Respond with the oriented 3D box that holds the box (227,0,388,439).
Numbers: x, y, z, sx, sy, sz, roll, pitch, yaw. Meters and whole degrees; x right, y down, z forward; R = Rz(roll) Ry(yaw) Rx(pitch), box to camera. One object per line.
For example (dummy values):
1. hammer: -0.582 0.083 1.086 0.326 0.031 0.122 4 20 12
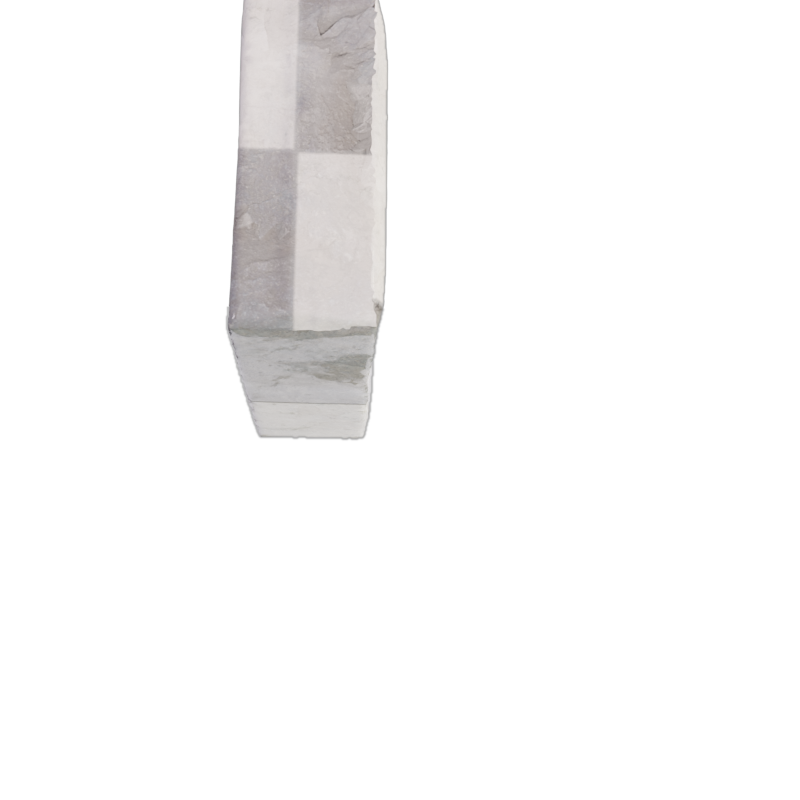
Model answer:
1. box: -0.045 -0.082 0.572 0.072 0.172 0.205 1 -17 -4
